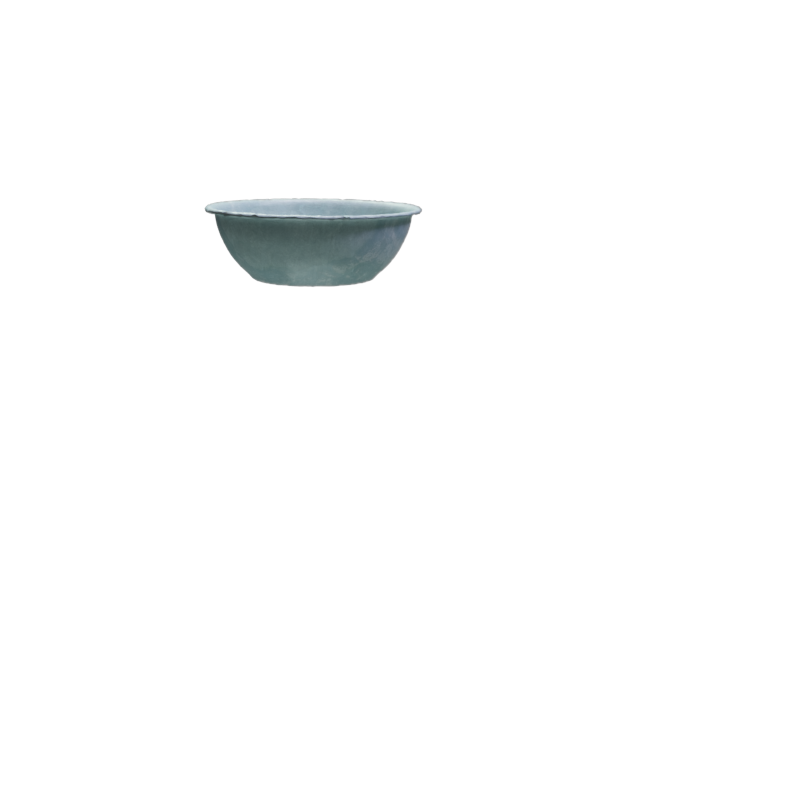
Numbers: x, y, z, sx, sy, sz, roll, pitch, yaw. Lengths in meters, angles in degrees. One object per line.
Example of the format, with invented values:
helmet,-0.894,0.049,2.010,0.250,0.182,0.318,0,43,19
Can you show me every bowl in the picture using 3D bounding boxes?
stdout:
bowl,-0.065,-0.118,0.826,0.162,0.054,0.166,0,13,-2
